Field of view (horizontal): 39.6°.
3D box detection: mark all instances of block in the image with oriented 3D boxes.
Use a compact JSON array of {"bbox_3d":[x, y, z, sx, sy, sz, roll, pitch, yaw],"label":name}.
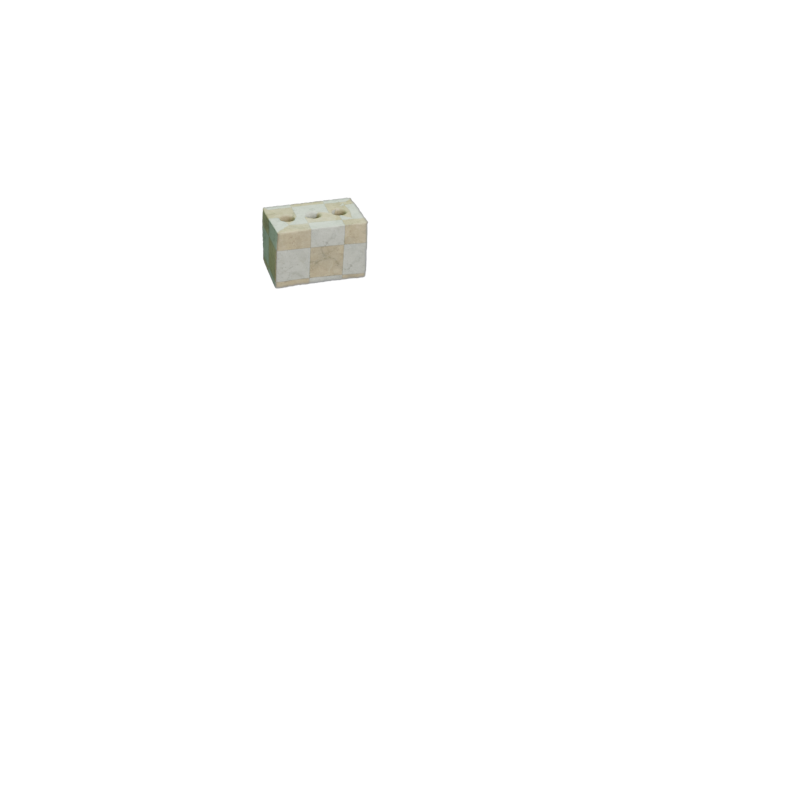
[{"bbox_3d":[-0.071,-0.130,0.913,0.077,0.048,0.057,-9,33,-15],"label":"block"}]
